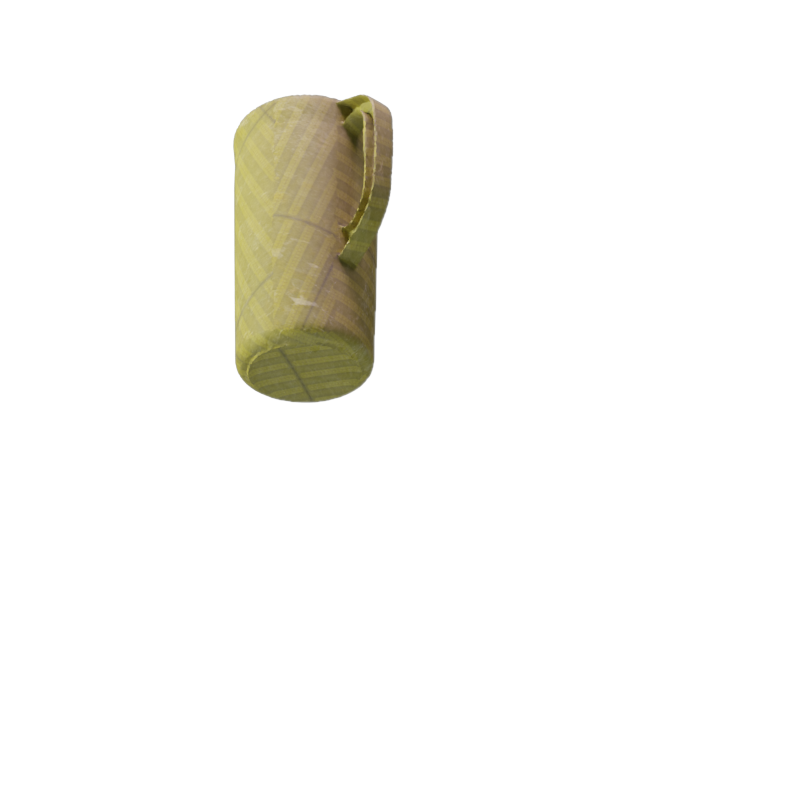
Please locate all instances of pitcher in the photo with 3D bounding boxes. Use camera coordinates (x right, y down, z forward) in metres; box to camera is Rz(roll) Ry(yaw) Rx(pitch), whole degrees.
[{"bbox_3d":[-0.072,-0.131,0.915,0.146,0.260,0.138,-5,-34,3],"label":"pitcher"}]
